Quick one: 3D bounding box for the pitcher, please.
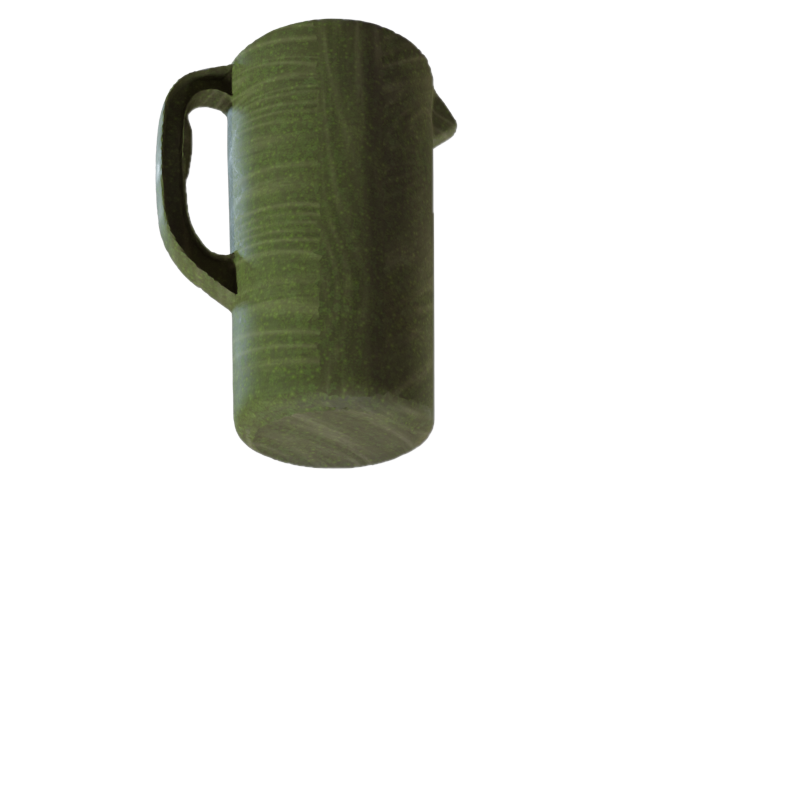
[{"bbox_3d":[-0.051,-0.092,0.646,0.151,0.258,0.134,-14,-30,23],"label":"pitcher"}]
